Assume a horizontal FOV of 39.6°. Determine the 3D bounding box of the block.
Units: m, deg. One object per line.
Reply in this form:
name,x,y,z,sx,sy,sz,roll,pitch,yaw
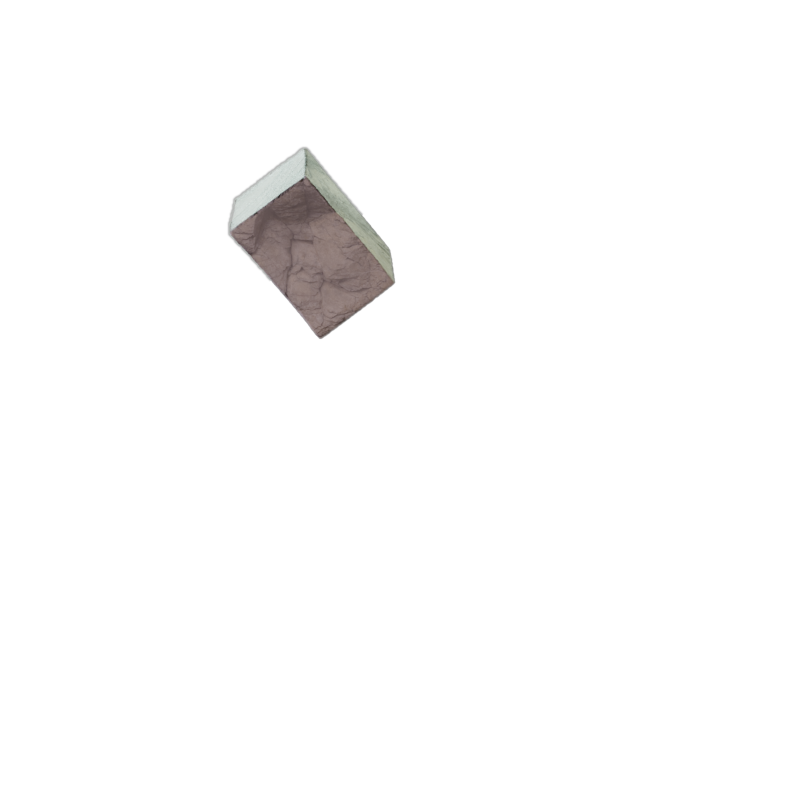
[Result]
block,-0.046,-0.084,0.591,0.052,0.074,0.054,-35,20,13
